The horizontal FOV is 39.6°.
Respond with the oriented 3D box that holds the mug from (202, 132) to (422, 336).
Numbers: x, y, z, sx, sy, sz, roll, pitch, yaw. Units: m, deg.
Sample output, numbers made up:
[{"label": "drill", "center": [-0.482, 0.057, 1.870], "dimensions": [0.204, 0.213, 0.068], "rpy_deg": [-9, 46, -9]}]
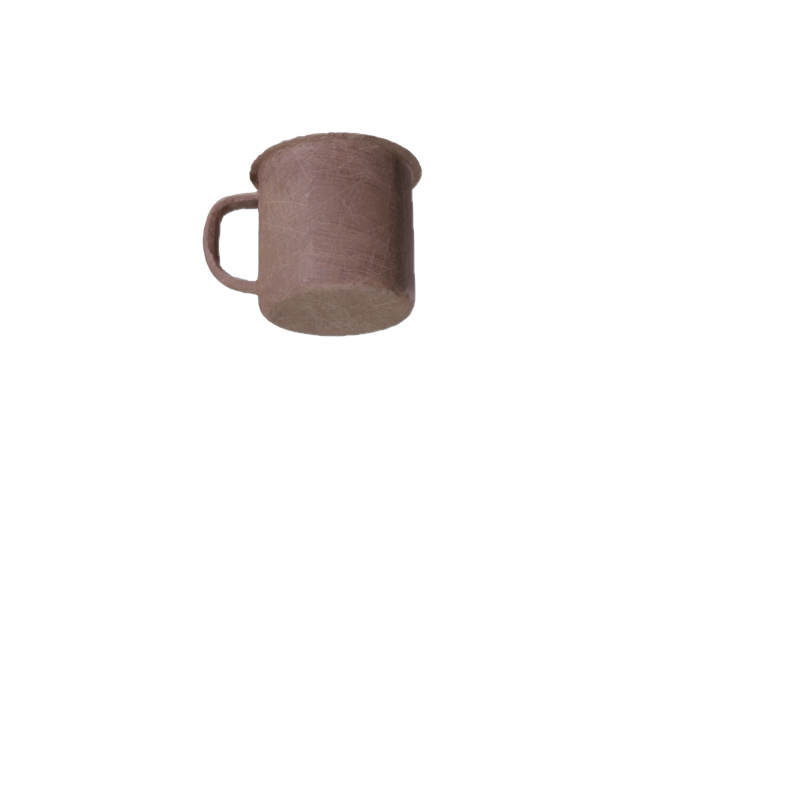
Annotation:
[{"label": "mug", "center": [-0.046, -0.083, 0.583], "dimensions": [0.117, 0.086, 0.089], "rpy_deg": [0, -19, -1]}]
